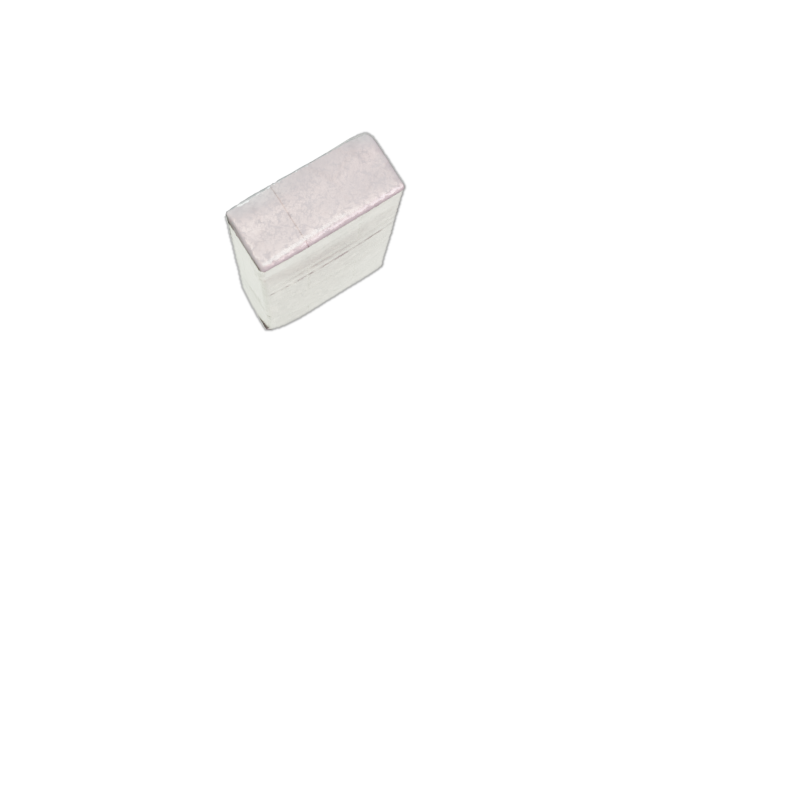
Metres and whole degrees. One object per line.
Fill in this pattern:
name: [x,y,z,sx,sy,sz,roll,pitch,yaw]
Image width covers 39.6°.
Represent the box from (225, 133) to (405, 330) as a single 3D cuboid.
box: [-0.052,-0.096,0.668,0.093,0.049,0.171,-32,-7,-9]
